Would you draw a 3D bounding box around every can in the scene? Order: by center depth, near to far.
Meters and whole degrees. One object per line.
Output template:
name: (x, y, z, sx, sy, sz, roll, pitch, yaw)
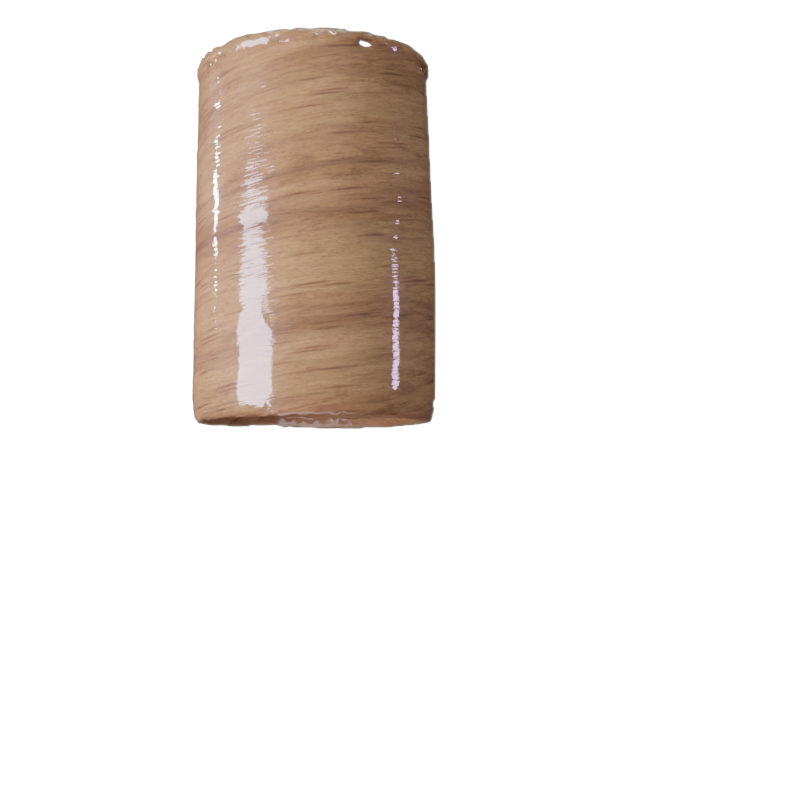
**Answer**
can: (-0.025, -0.045, 0.315, 0.068, 0.105, 0.067, 0, -10, -2)
